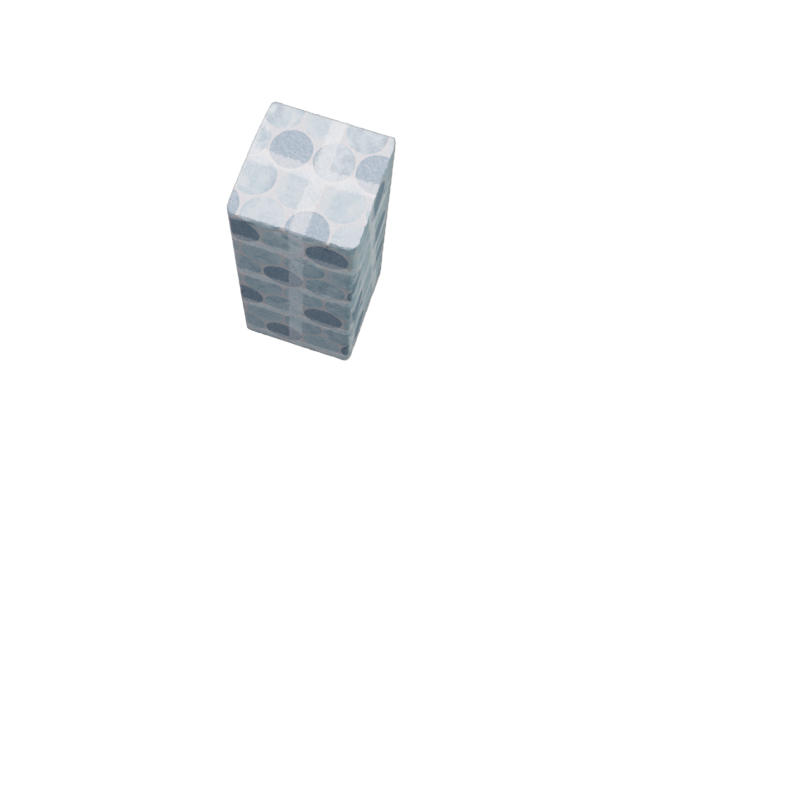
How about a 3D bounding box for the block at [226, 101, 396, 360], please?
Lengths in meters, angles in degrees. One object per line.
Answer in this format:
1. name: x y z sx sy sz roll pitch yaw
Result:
1. block: -0.064 -0.115 0.807 0.092 0.094 0.196 18 -20 3
